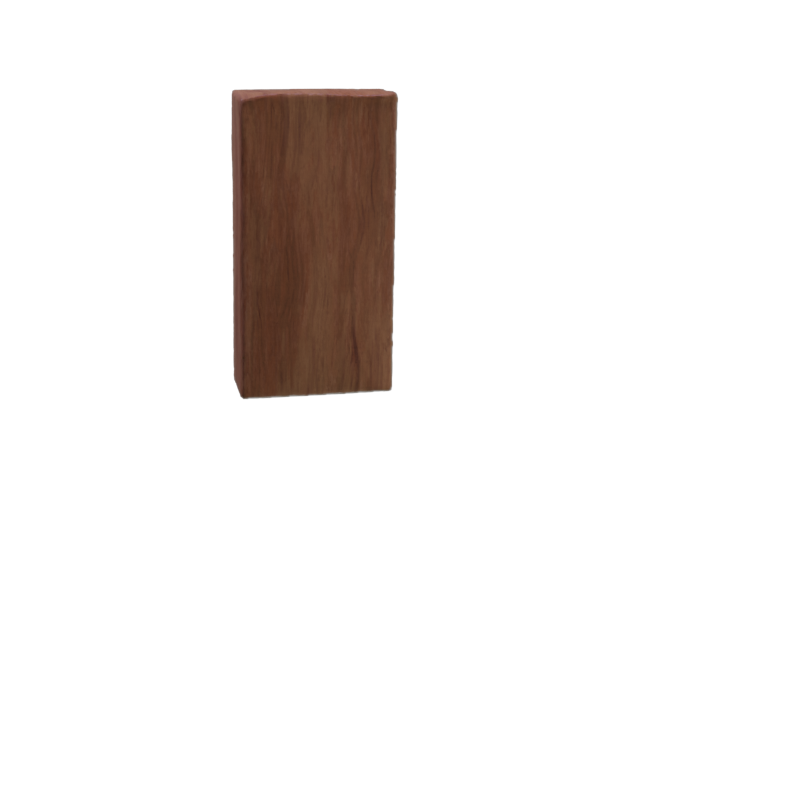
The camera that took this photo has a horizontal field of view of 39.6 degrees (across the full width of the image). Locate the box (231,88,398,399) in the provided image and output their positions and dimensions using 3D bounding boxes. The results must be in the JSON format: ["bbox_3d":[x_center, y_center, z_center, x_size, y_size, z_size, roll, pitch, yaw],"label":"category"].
[{"bbox_3d":[-0.051,-0.092,0.647,0.092,0.170,0.050,-2,15,-12],"label":"box"}]
